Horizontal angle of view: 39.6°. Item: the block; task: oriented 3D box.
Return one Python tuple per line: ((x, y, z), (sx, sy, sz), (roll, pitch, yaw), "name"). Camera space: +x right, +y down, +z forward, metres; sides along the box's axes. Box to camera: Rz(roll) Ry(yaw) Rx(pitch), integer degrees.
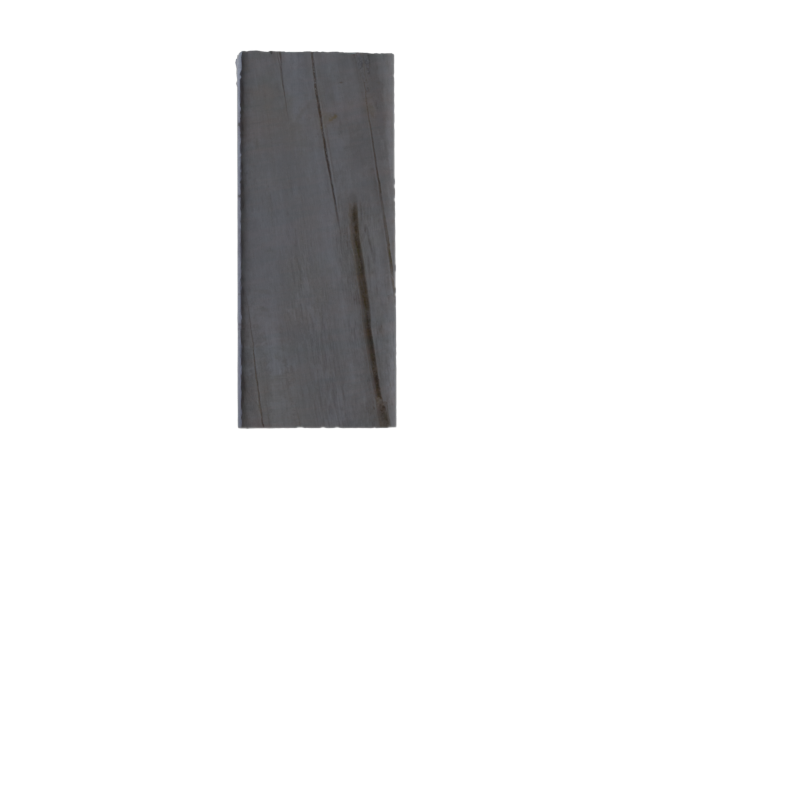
((-0.051, -0.093, 0.649), (0.089, 0.207, 0.091), (0, -1, -6), "block")
